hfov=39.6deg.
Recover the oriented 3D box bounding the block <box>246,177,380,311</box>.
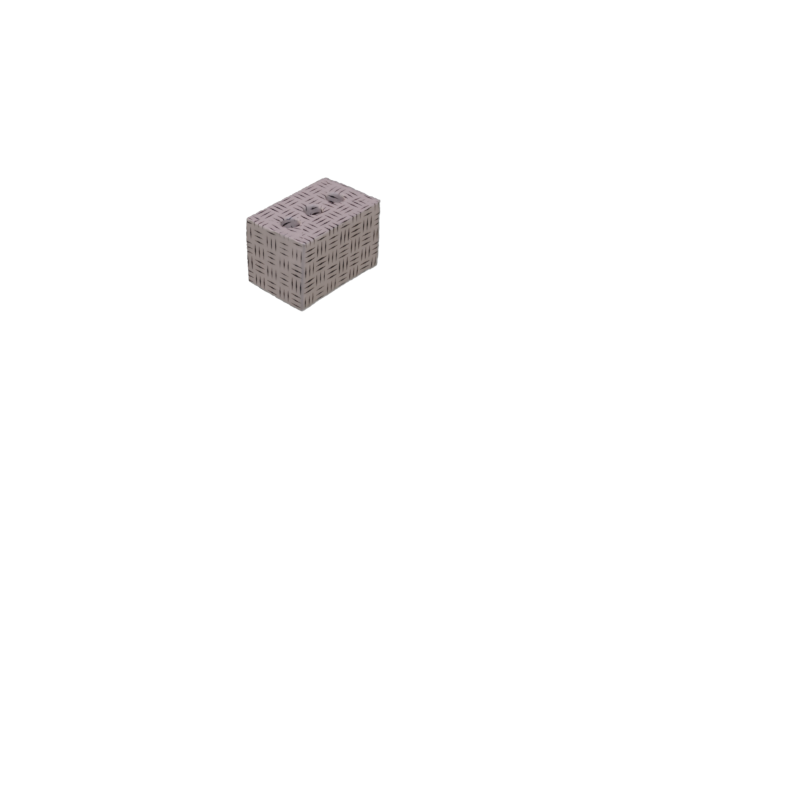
[{"bbox_3d":[-0.058,-0.105,0.736,0.056,0.048,0.078,26,43,30],"label":"block"}]
